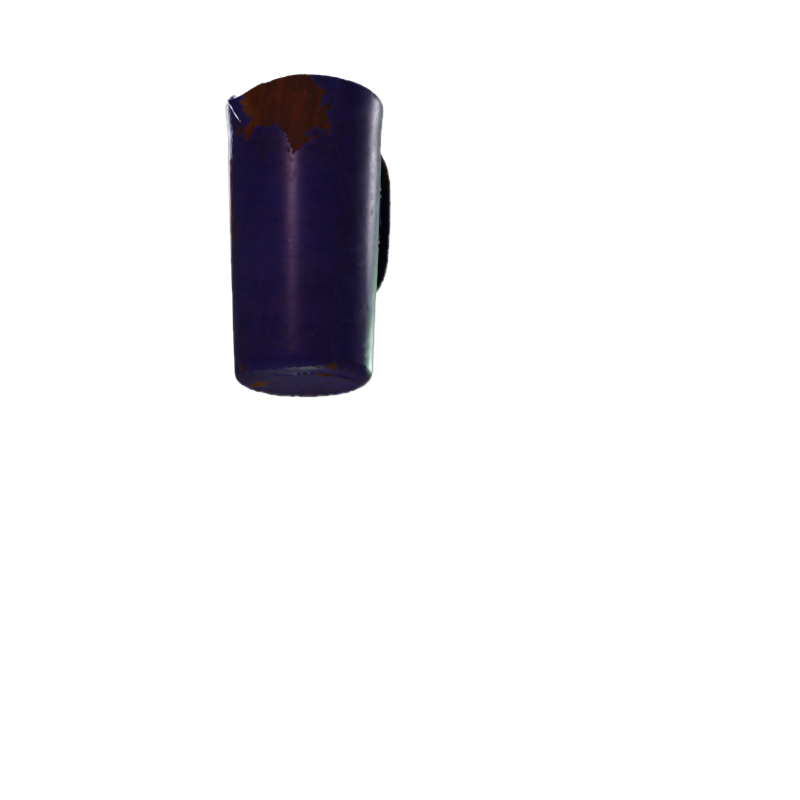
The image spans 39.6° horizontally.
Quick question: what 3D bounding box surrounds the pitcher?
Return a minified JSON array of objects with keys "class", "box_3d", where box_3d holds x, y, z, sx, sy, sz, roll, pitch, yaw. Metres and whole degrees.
[{"class":"pitcher","box_3d":[-0.071,-0.129,0.905,0.148,0.253,0.140,1,-16,-7]}]
